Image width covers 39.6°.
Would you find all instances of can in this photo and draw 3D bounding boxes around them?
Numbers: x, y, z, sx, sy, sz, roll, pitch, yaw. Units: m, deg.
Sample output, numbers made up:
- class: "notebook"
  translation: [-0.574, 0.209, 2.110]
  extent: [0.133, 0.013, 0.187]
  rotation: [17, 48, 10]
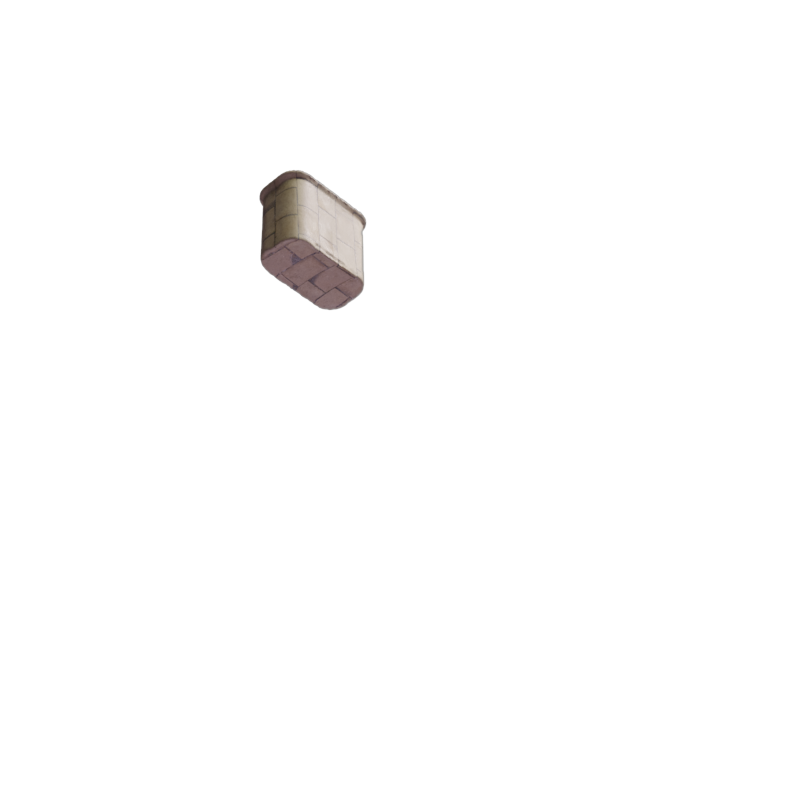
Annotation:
- class: "can"
  translation: [-0.077, -0.140, 0.980]
  extent: [0.057, 0.090, 0.095]
  rotation: [-34, -50, 31]
